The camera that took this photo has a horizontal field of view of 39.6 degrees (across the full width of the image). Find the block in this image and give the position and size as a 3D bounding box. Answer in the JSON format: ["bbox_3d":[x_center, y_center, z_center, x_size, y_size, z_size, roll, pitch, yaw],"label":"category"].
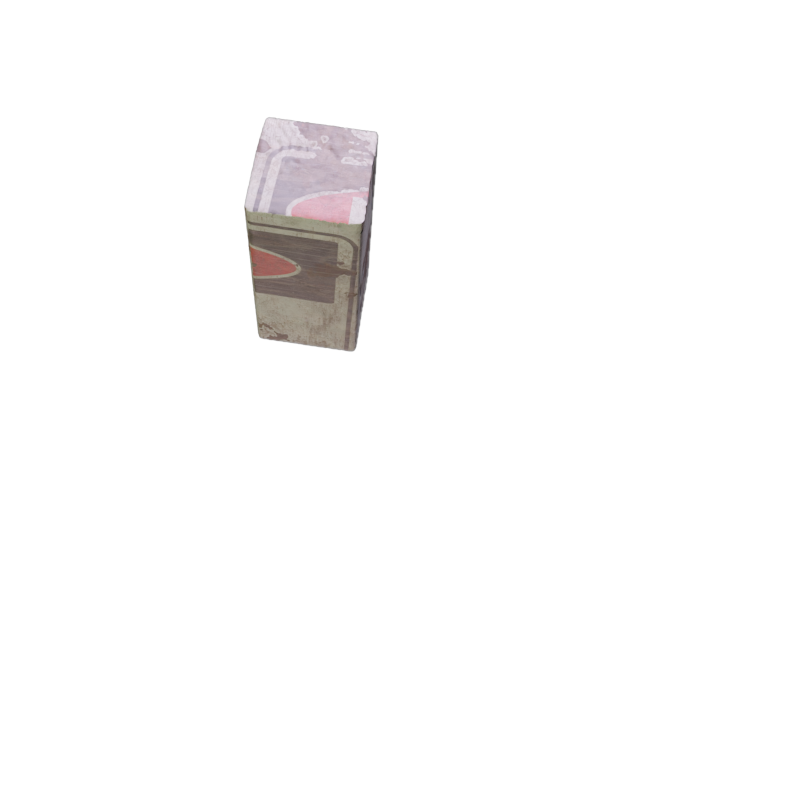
[{"bbox_3d":[-0.072,-0.130,0.913,0.091,0.095,0.194,9,-27,1],"label":"block"}]
